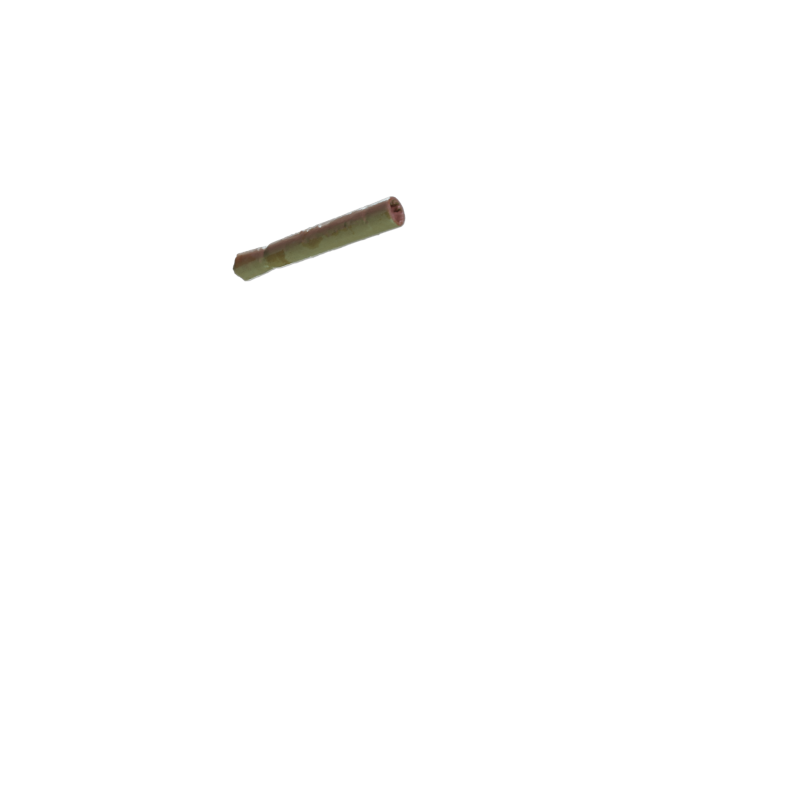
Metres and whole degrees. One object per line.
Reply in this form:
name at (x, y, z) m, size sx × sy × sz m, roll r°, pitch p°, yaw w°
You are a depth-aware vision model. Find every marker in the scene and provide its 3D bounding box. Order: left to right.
marker at (-0.052, -0.096, 0.669) m, size 0.123 × 0.020 × 0.019 m, roll -15°, pitch -4°, yaw 31°
